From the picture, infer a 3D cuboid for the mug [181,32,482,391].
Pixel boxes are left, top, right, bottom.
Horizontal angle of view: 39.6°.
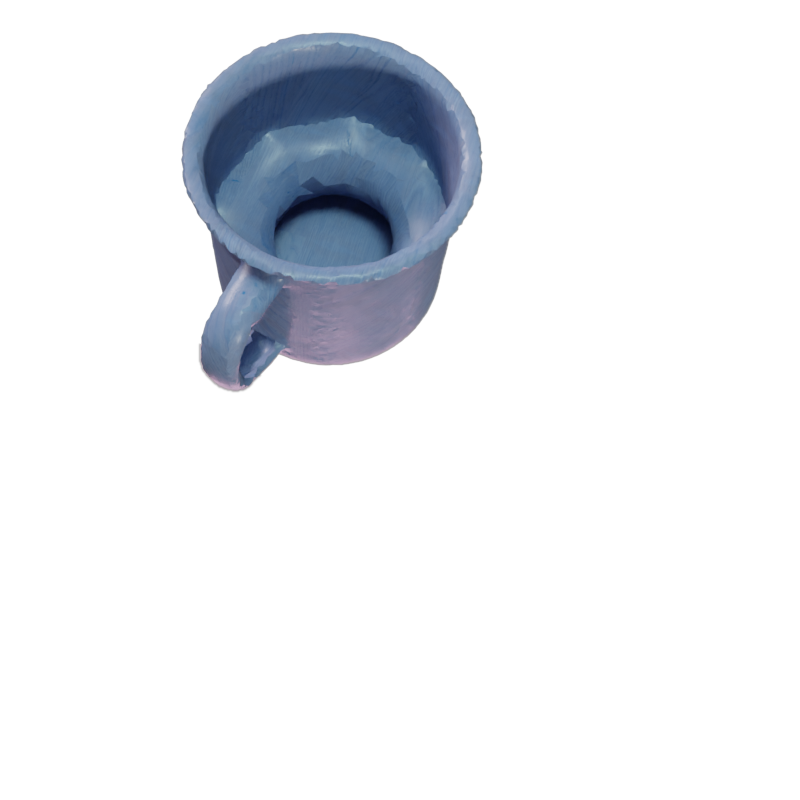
[{"bbox_3d":[-0.029,-0.053,0.371,0.096,0.121,0.077,25,-24,10],"label":"mug"}]
